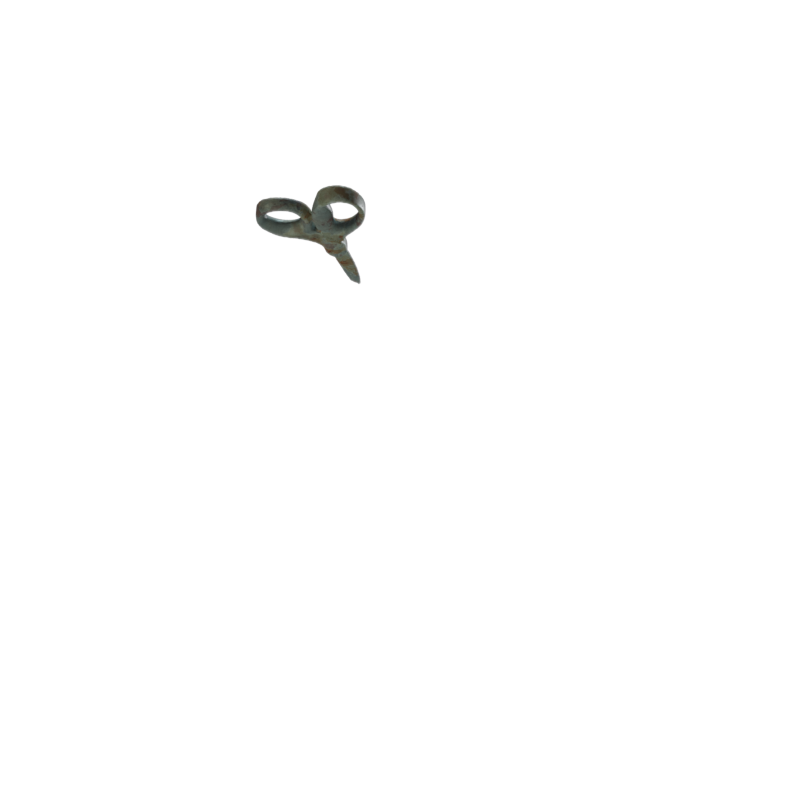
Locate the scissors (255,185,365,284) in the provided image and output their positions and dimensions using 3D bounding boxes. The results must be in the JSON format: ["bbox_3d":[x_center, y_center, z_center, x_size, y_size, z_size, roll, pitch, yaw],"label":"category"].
[{"bbox_3d":[-0.073,-0.133,0.934,0.096,0.016,0.194,2,-15,-6],"label":"scissors"}]
